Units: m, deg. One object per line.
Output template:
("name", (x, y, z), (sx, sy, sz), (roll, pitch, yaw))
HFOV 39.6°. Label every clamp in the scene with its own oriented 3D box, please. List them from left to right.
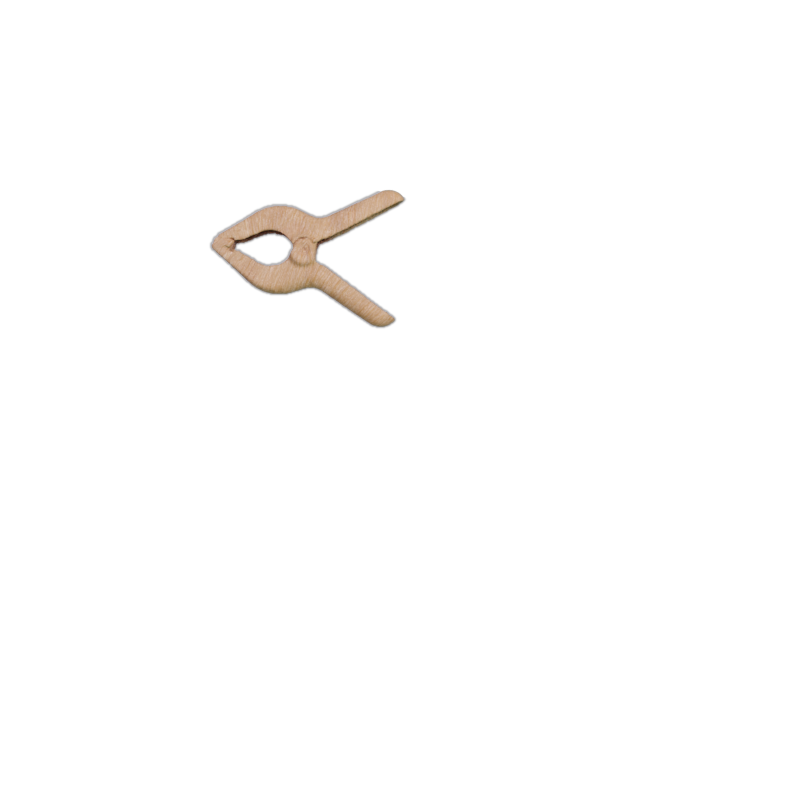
("clamp", (-0.076, -0.139, 0.976), (0.172, 0.124, 0.038), (13, -14, 3))
